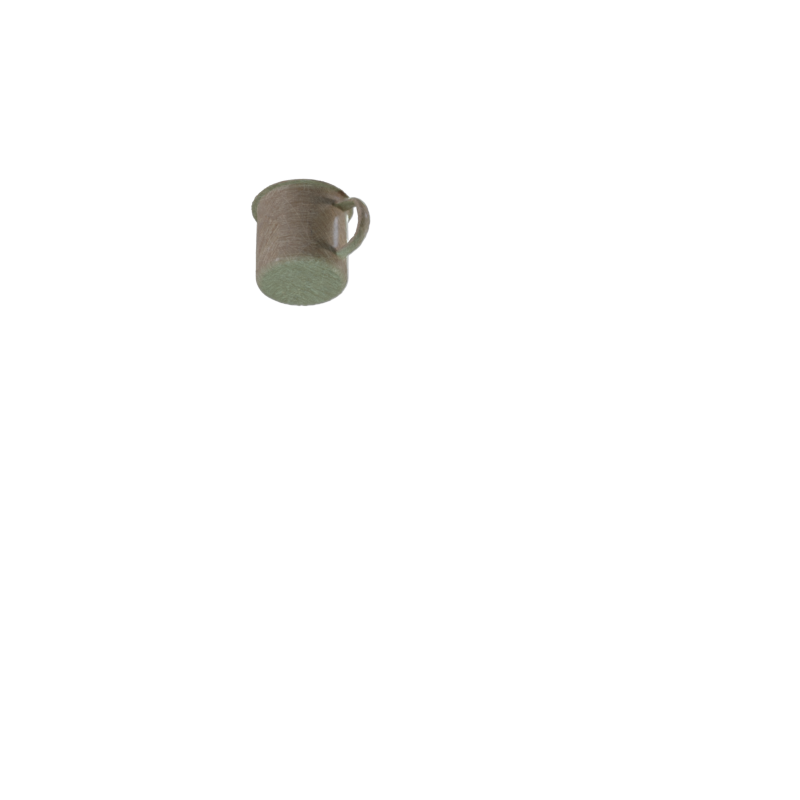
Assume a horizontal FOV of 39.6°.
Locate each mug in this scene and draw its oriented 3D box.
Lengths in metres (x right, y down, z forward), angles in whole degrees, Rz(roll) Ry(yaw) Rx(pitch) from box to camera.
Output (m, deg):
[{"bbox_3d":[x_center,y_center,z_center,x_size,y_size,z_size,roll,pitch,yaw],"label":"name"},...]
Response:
[{"bbox_3d":[-0.077,-0.140,0.977,0.118,0.087,0.086,-18,-34,27],"label":"mug"}]
